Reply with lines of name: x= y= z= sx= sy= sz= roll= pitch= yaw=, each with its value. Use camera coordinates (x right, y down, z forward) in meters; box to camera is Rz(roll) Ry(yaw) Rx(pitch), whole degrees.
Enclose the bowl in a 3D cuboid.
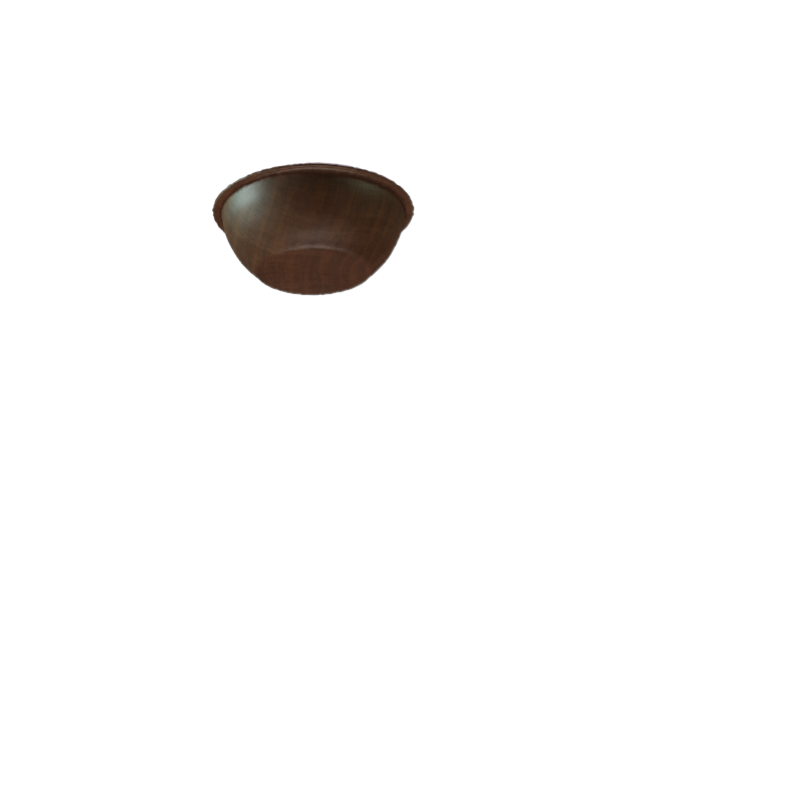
bowl: x=-0.069 y=-0.126 z=0.881 sx=0.162 sy=0.058 sz=0.154 roll=1 pitch=-20 yaw=-2
